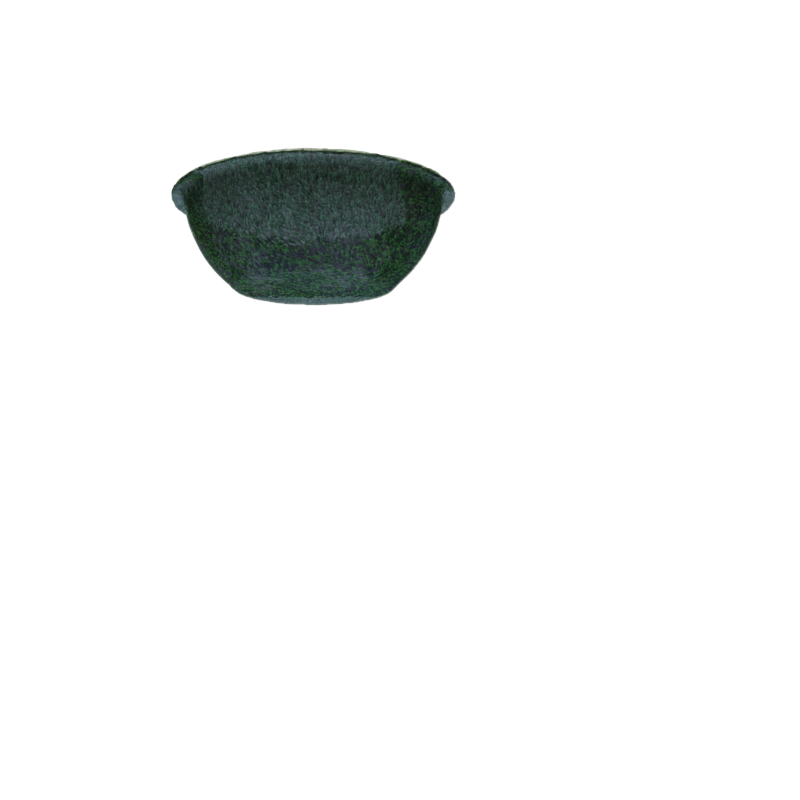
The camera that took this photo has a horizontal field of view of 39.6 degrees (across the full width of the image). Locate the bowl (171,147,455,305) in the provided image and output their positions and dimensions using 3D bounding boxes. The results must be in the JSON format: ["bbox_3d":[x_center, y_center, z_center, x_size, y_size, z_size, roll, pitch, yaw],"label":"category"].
[{"bbox_3d":[-0.049,-0.090,0.628,0.162,0.057,0.158,0,-8,-2],"label":"bowl"}]
